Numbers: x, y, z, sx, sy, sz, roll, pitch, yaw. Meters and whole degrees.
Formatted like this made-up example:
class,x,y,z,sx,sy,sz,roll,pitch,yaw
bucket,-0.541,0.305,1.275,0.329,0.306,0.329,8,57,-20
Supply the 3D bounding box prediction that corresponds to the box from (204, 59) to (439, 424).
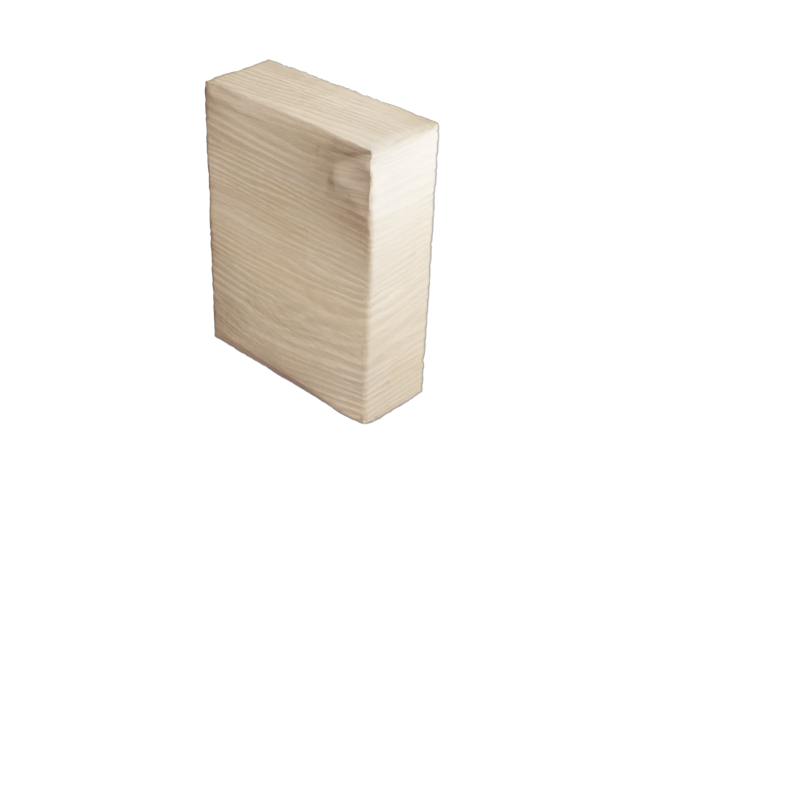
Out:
class,x,y,z,sx,sy,sz,roll,pitch,yaw
box,-0.061,-0.111,0.779,0.175,0.201,0.072,29,41,35
